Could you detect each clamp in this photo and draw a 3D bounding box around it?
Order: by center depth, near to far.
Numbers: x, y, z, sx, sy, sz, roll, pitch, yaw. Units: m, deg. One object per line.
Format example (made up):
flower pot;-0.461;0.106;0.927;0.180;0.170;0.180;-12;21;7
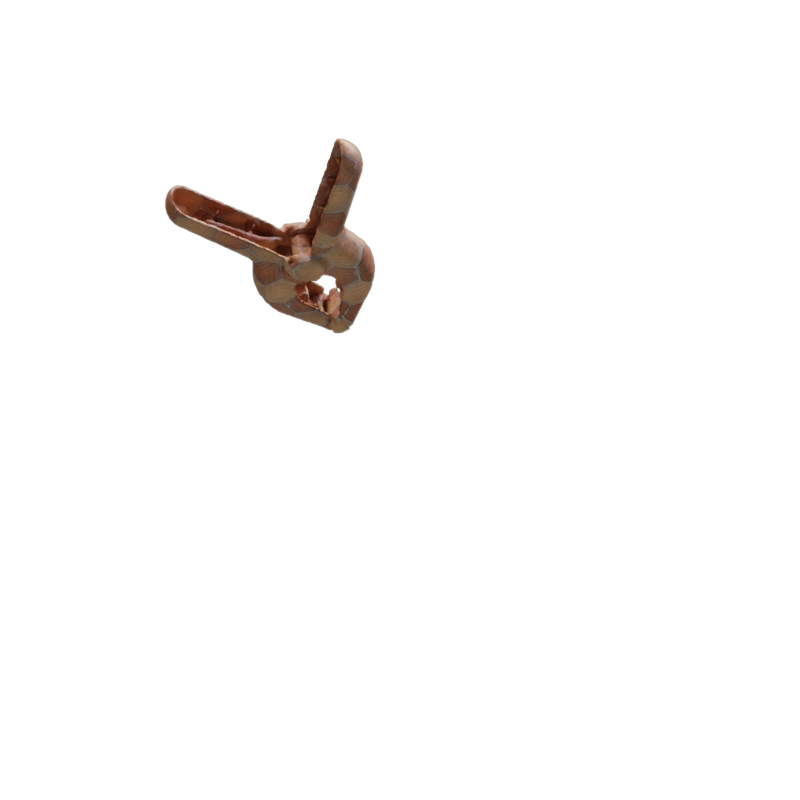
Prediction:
clamp;-0.054;-0.099;0.696;0.122;0.042;0.159;-13;-30;22
